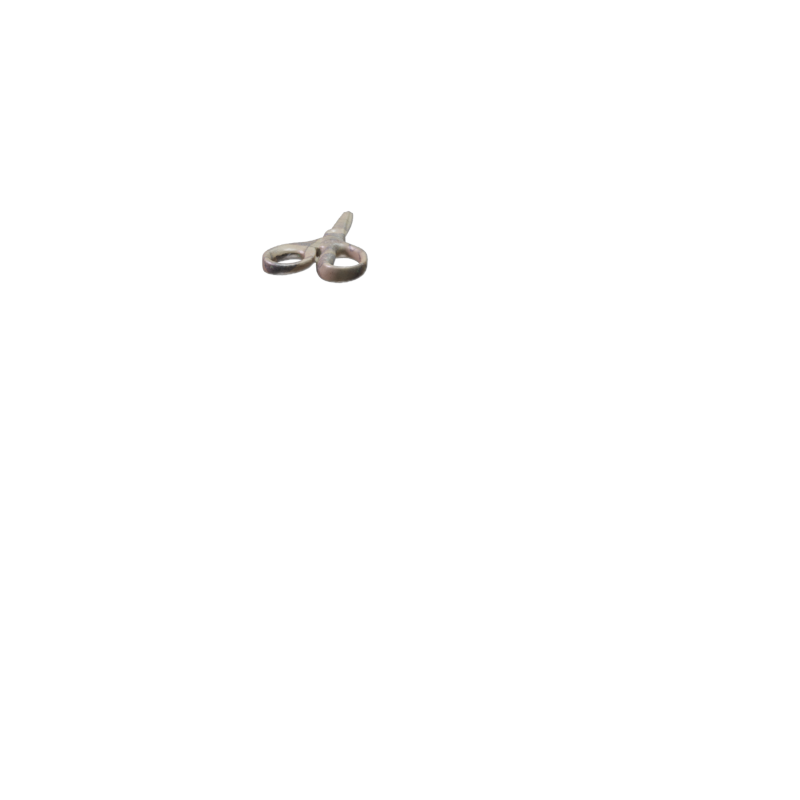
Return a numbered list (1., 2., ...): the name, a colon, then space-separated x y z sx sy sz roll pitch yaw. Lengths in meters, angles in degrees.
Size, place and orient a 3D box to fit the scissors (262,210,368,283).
1. scissors: -0.076 -0.139 0.973 0.095 0.015 0.212 -3 23 -8
